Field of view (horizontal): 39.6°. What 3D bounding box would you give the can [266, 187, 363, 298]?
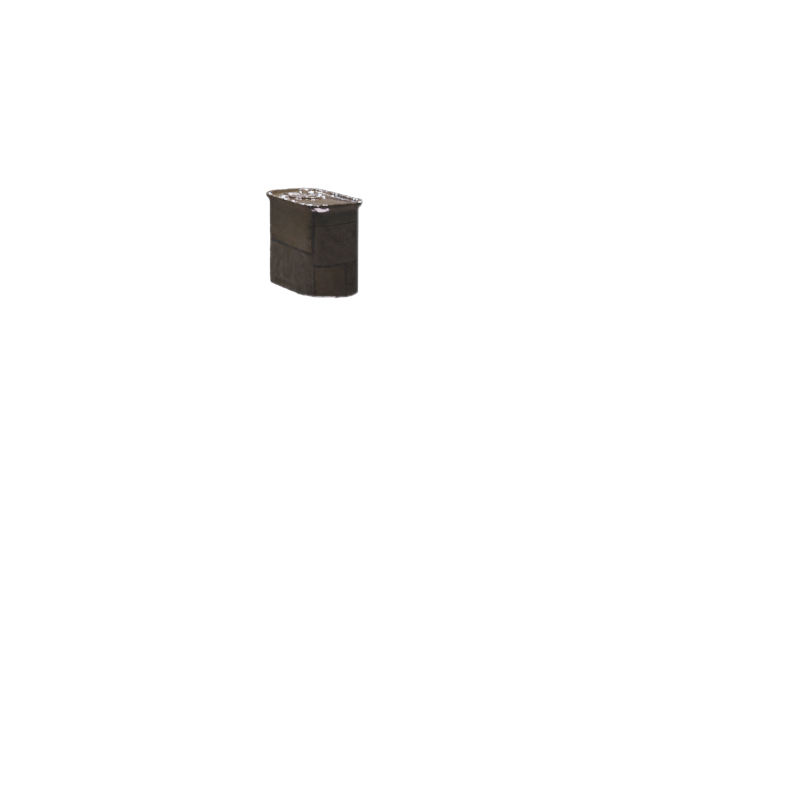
[{"bbox_3d":[-0.078,-0.142,0.991,0.056,0.081,0.108,-8,18,-31],"label":"can"}]
